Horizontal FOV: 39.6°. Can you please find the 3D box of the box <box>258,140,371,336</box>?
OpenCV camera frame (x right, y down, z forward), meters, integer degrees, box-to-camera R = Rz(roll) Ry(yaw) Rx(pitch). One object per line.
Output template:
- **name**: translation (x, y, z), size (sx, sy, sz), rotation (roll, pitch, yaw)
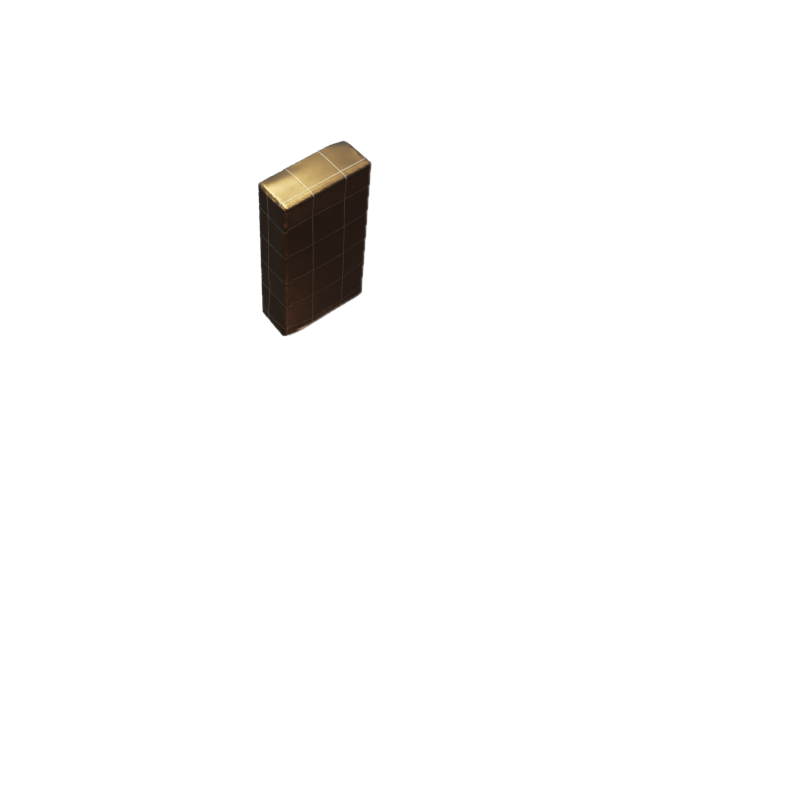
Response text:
- **box**: translation (-0.076, -0.139, 0.973), size (0.093, 0.051, 0.164), rotation (-32, -30, -25)
